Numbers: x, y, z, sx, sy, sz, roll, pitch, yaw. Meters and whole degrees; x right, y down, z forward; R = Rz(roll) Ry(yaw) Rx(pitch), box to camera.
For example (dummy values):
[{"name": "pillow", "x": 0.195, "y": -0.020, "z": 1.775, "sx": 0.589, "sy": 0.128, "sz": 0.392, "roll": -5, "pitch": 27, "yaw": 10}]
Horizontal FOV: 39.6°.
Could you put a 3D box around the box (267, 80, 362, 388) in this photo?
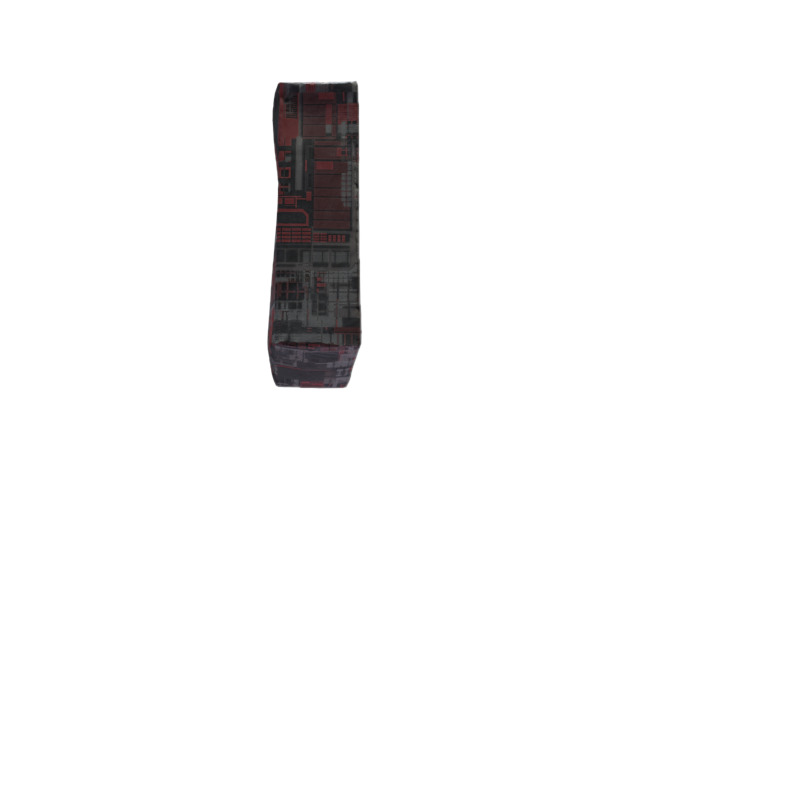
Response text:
[{"name": "box", "x": -0.070, "y": -0.129, "z": 0.900, "sx": 0.071, "sy": 0.222, "sz": 0.159, "roll": 0, "pitch": -14, "yaw": -5}]
